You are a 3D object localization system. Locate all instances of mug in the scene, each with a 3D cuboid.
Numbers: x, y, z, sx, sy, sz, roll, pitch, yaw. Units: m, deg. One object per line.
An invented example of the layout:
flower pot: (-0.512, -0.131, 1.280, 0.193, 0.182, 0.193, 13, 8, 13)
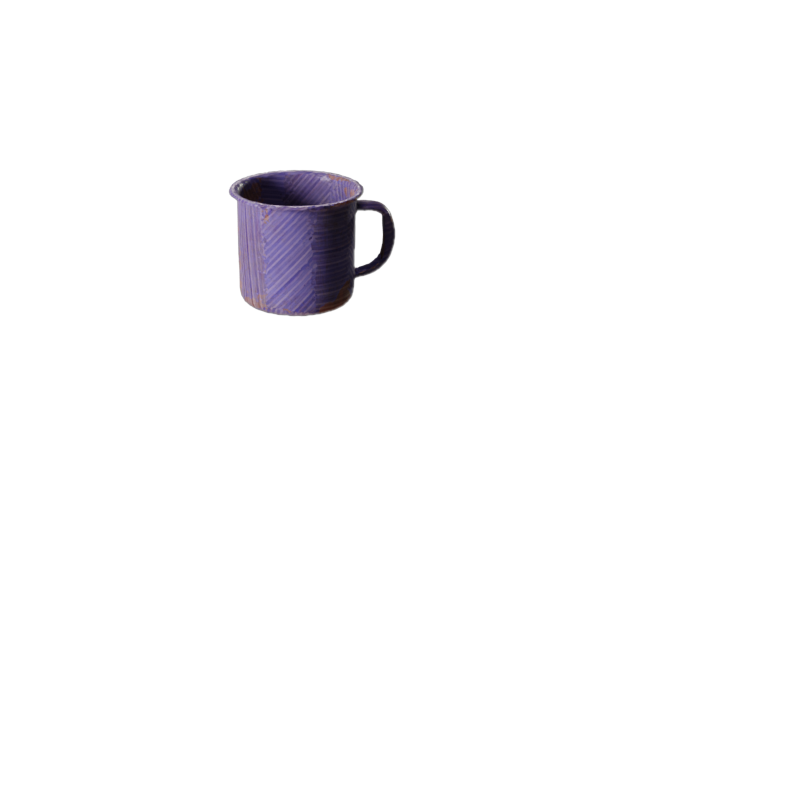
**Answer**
mug: (-0.061, -0.111, 0.779, 0.115, 0.078, 0.099, -6, 25, -14)
